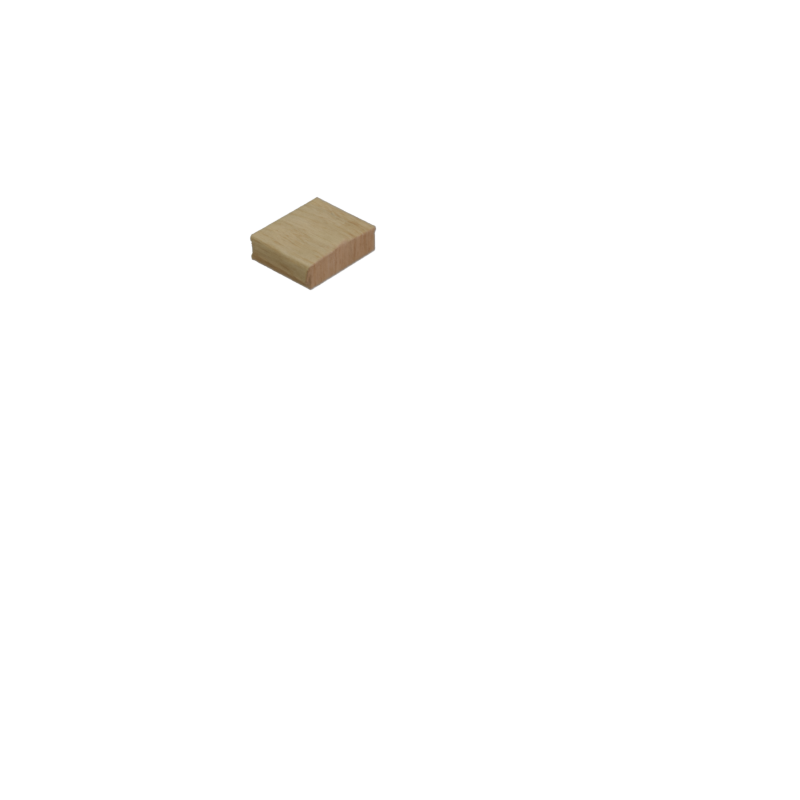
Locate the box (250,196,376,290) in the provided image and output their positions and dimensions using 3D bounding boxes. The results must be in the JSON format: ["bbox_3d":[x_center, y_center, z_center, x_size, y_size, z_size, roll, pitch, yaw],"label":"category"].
[{"bbox_3d":[-0.077,-0.140,0.983,0.078,0.028,0.090,29,47,31],"label":"box"}]
